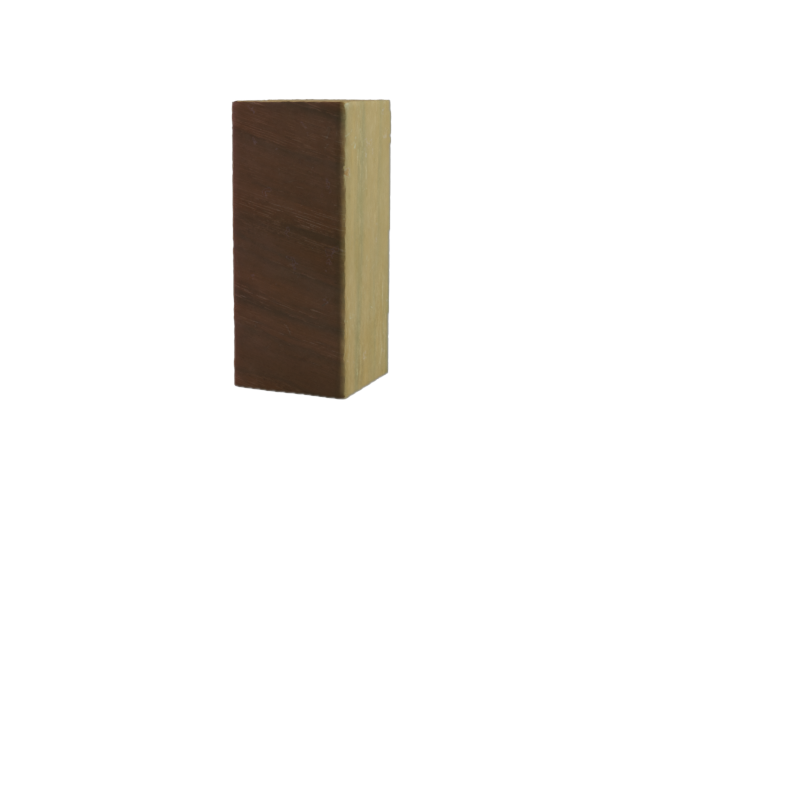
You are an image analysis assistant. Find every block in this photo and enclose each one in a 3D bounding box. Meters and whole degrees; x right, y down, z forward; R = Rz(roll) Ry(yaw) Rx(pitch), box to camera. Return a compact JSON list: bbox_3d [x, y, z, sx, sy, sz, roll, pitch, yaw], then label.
[{"bbox_3d":[-0.063,-0.115,0.809,0.093,0.202,0.090,4,10,23],"label":"block"}]
